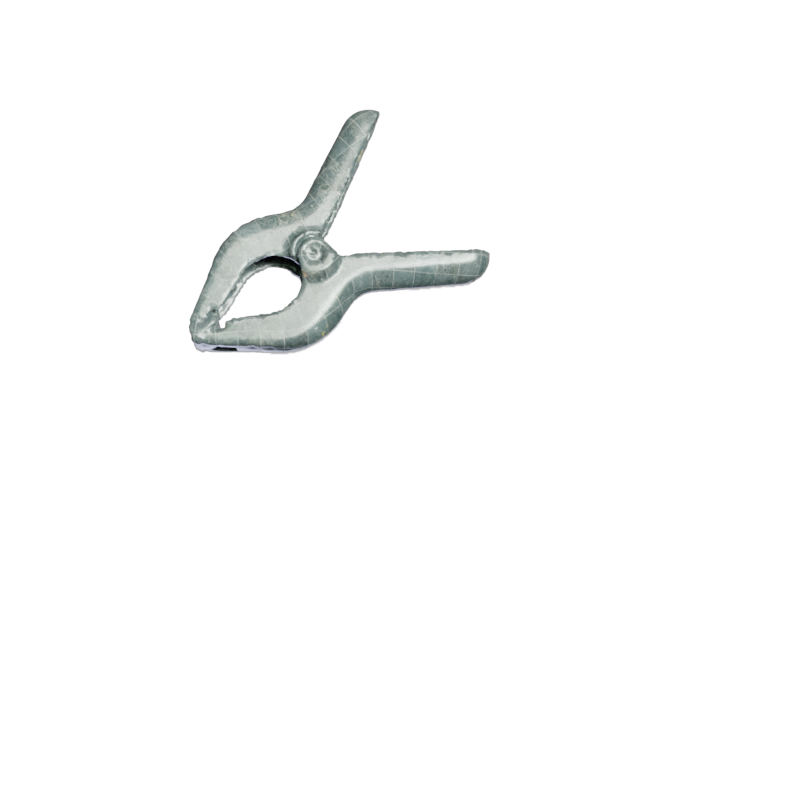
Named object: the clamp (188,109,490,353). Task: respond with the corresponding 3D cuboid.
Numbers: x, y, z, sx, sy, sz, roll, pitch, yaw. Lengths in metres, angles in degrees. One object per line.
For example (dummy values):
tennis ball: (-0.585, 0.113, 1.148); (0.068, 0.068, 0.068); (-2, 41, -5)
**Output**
clamp: (-0.049, -0.090, 0.629); (0.171, 0.127, 0.037); (-25, -21, -11)
